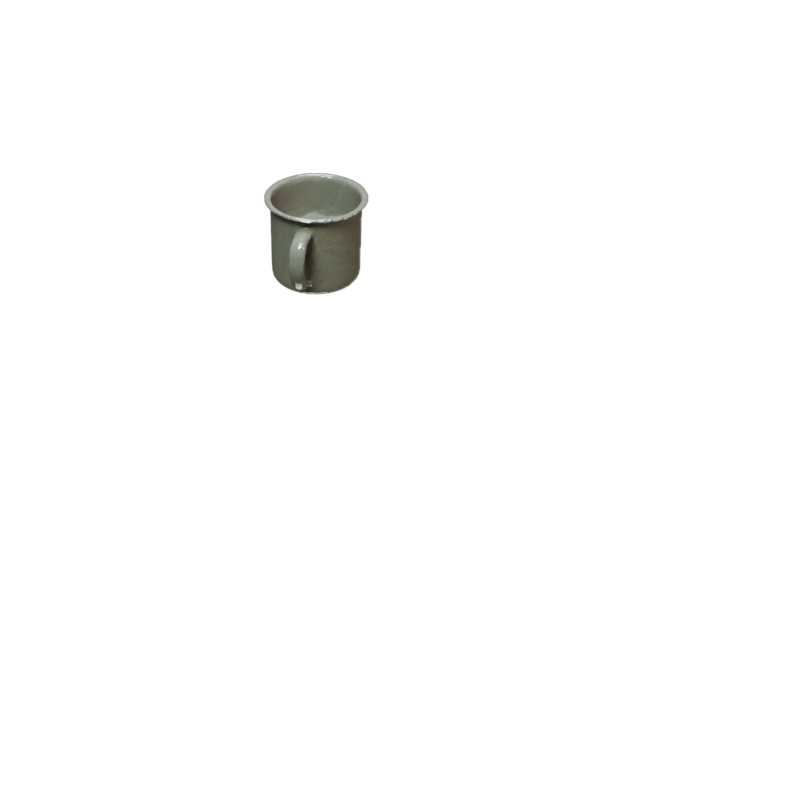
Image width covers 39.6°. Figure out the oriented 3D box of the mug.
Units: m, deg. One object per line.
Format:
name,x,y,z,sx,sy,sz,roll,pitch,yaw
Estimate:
mug,-0.078,-0.142,0.994,0.094,0.076,0.123,6,35,7
